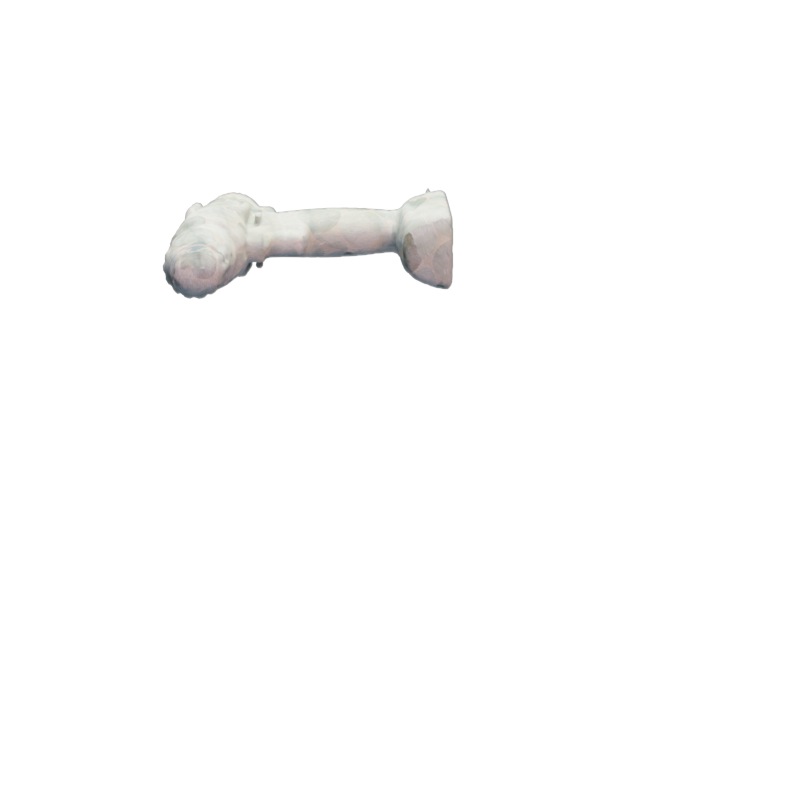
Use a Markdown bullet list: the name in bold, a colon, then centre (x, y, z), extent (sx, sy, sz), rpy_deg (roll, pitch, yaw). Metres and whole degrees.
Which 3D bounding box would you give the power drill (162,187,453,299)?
- **power drill**: centre (-0.059, -0.108, 0.756), extent (0.189, 0.055, 0.191), rpy_deg (1, 20, 3)
